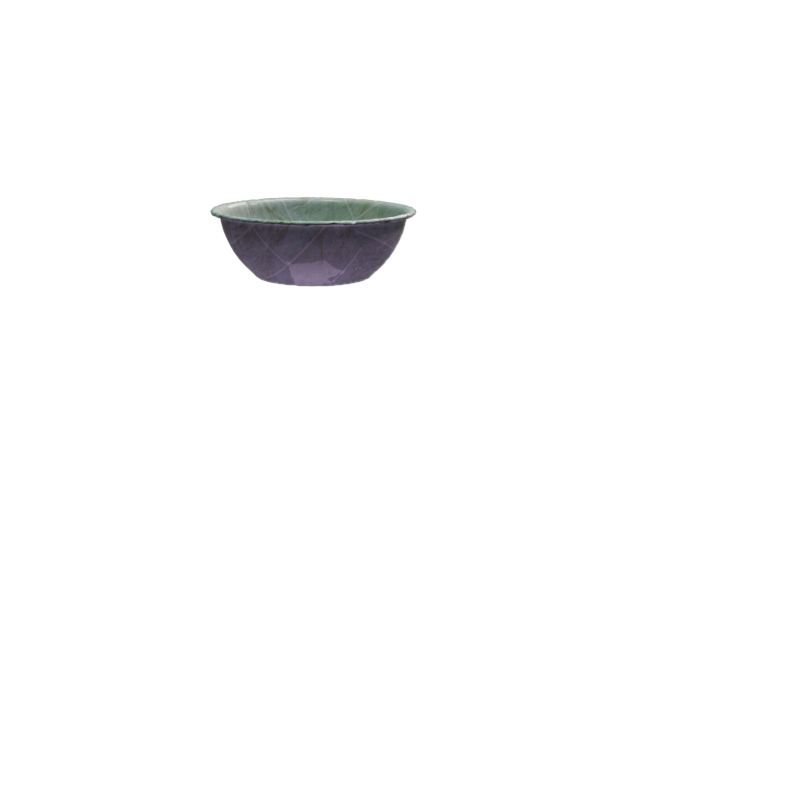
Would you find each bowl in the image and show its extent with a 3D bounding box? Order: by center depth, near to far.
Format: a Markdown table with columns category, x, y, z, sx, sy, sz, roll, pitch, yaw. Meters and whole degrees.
| category | x | y | z | sx | sy | sz | roll | pitch | yaw |
| --- | --- | --- | --- | --- | --- | --- | --- | --- | --- |
| bowl | -0.069 | -0.125 | 0.876 | 0.162 | 0.053 | 0.167 | -1 | 16 | -2 |
